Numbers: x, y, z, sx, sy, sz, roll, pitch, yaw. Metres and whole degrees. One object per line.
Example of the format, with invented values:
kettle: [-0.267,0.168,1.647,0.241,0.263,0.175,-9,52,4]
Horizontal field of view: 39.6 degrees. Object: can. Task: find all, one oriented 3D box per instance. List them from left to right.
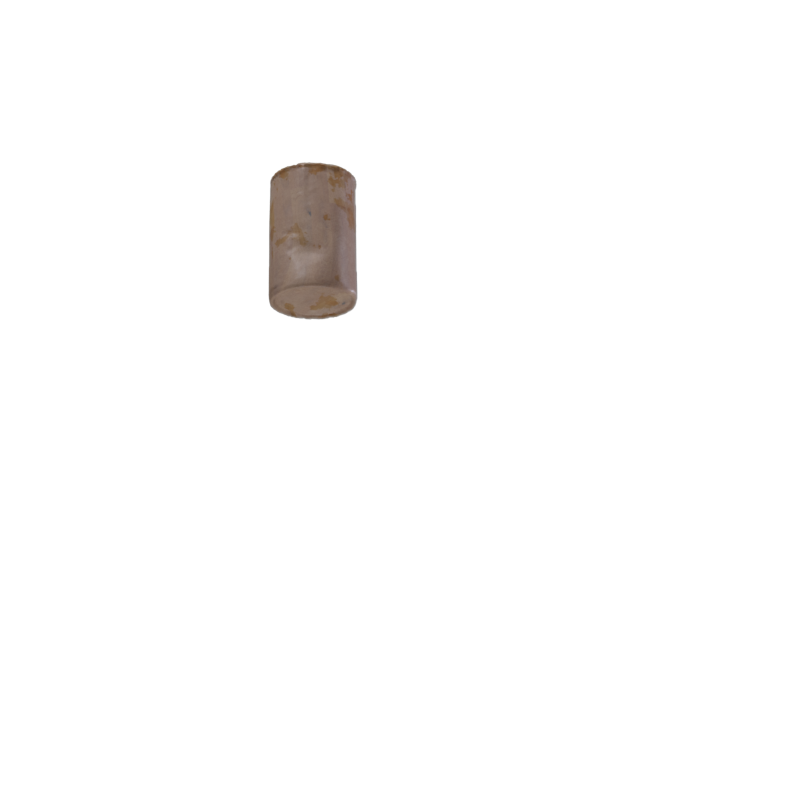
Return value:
can: [-0.066,-0.121,0.844,0.068,0.108,0.065,0,-23,-2]
